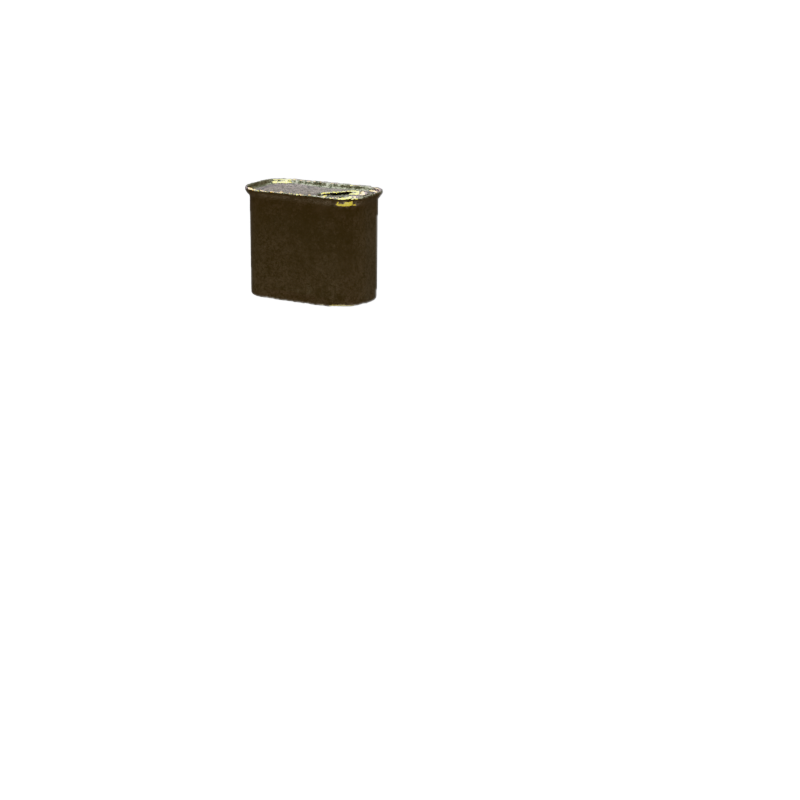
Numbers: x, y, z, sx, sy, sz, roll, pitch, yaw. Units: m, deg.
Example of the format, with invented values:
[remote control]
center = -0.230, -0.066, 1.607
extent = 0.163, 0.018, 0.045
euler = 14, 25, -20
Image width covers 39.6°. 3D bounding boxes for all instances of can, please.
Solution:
[can]
center = -0.065, -0.119, 0.836
extent = 0.106, 0.081, 0.057
euler = 9, 18, 26
